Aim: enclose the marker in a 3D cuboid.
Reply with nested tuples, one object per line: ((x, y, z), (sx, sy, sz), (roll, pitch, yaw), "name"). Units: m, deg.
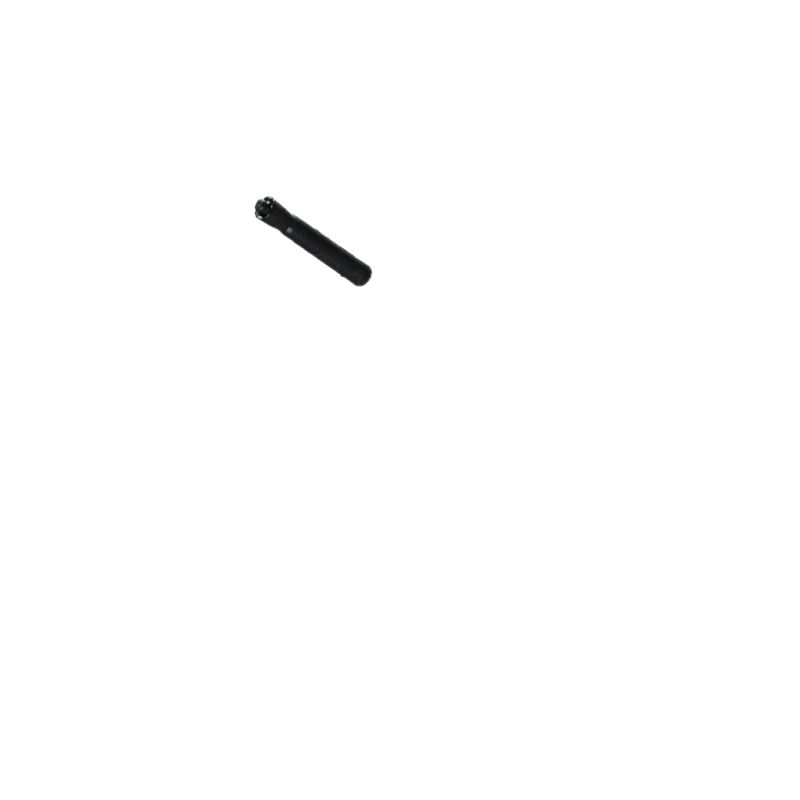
((-0.065, -0.119, 0.830), (0.021, 0.020, 0.113), (4, -20, 45), "marker")
